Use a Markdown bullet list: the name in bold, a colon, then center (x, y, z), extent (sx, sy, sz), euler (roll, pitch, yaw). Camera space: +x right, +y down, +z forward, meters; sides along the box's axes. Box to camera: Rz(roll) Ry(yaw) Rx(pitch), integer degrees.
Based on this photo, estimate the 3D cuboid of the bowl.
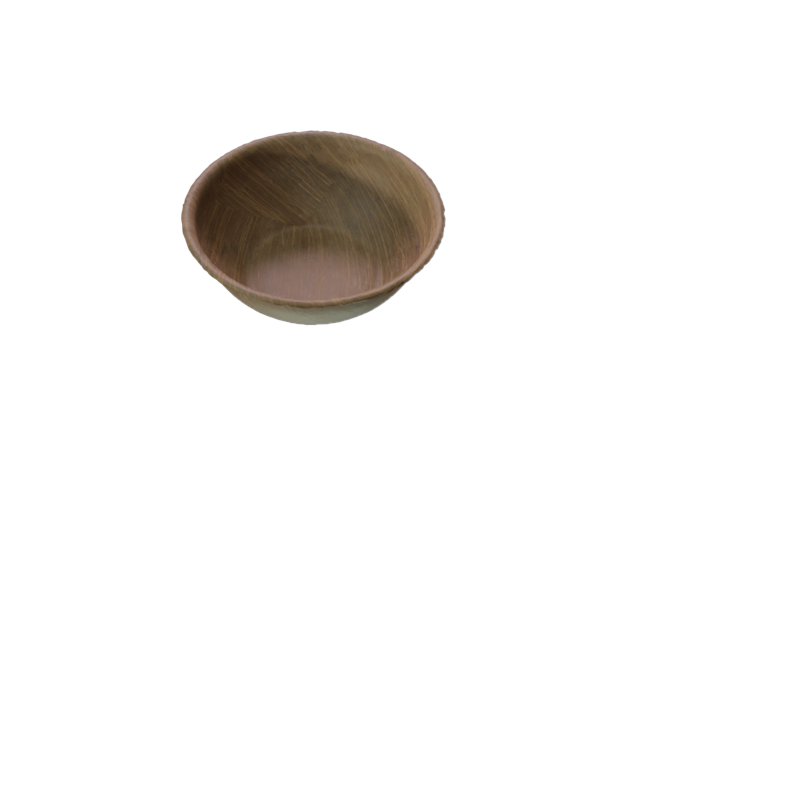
- **bowl**: center (-0.054, -0.099, 0.696), extent (0.162, 0.174, 0.051), euler (-1, -43, -1)
